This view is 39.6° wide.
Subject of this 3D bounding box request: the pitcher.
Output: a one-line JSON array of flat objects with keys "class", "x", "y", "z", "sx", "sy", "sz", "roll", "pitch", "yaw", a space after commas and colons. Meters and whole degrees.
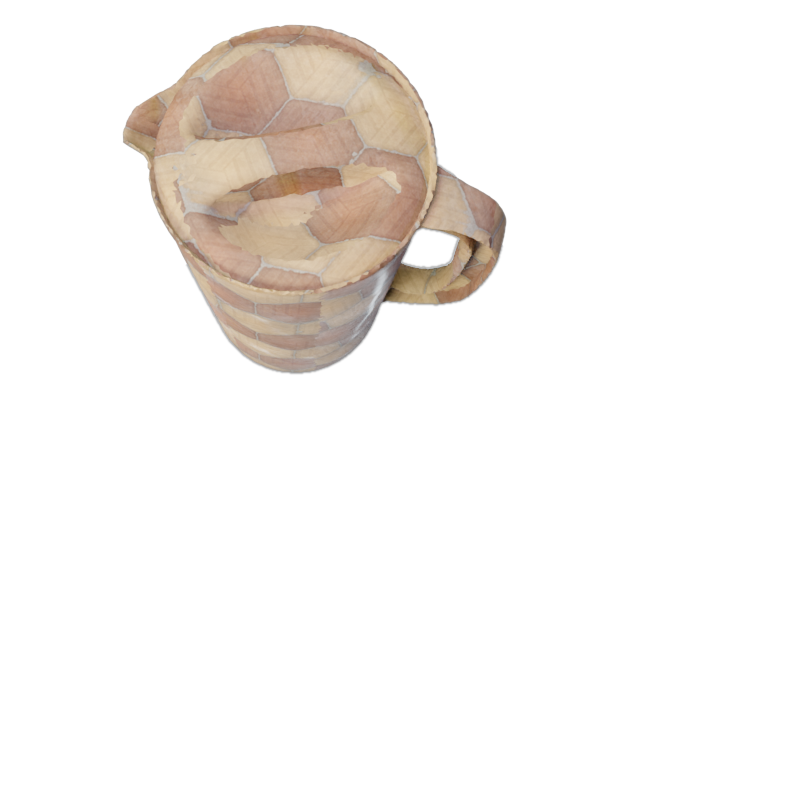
[{"class": "pitcher", "x": -0.048, "y": -0.087, "z": 0.611, "sx": 0.145, "sy": 0.155, "sz": 0.235, "roll": -30, "pitch": -10, "yaw": -9}]
